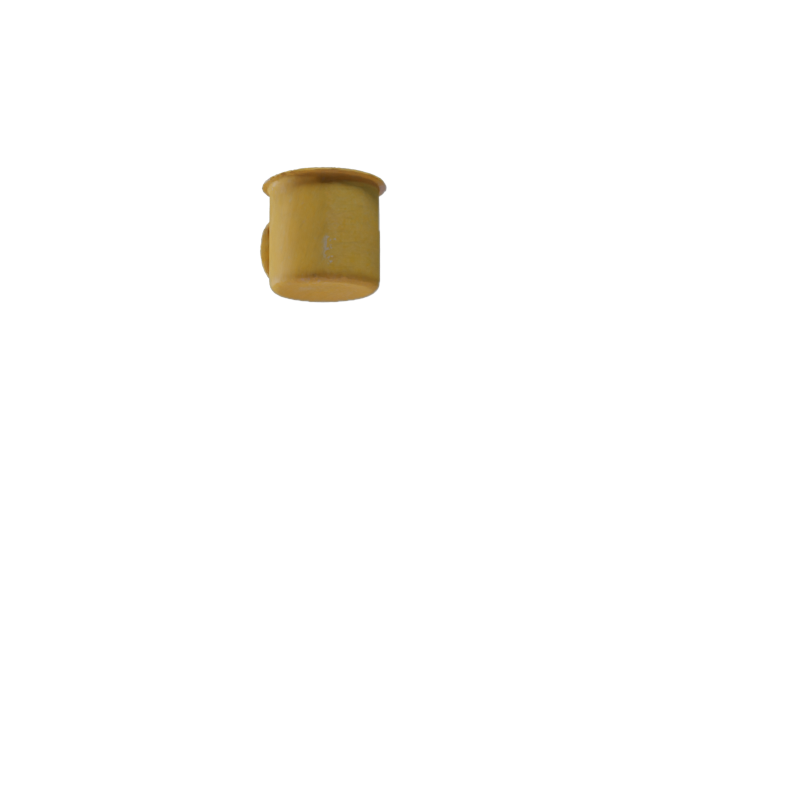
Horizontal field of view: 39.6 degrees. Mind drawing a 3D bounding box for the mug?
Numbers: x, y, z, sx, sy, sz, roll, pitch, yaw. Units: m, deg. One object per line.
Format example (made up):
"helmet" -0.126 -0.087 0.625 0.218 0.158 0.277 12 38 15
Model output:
"mug" -0.065 -0.118 0.829 0.120 0.084 0.088 -10 -14 43
